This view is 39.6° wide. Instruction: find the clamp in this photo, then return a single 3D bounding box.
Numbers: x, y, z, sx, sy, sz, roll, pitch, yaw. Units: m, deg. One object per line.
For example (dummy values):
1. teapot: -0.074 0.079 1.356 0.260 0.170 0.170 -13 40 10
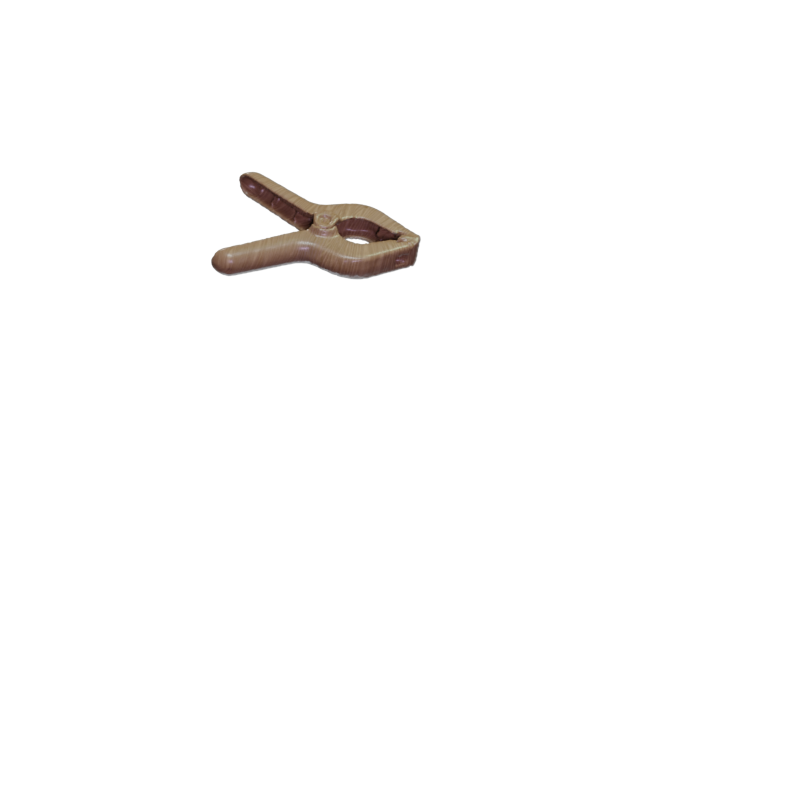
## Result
1. clamp: -0.073 -0.133 0.929 0.175 0.126 0.036 14 -37 11
